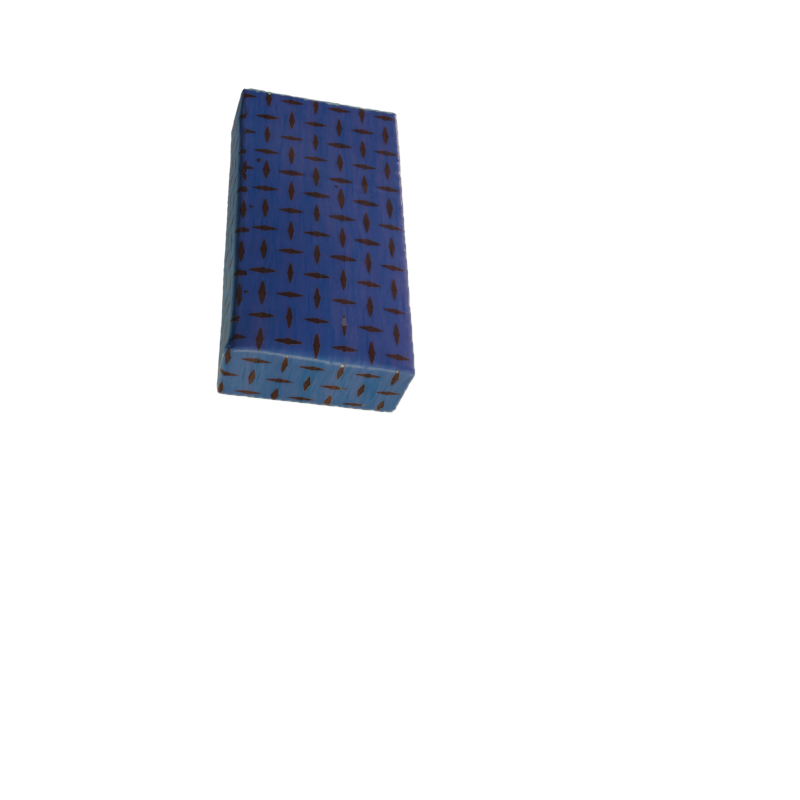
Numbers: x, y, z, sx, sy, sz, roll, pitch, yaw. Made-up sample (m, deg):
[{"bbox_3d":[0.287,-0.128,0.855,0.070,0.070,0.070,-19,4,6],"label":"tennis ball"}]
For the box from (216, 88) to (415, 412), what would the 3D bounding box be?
[{"bbox_3d":[-0.046,-0.084,0.587,0.092,0.189,0.046,7,-38,-12],"label":"box"}]
